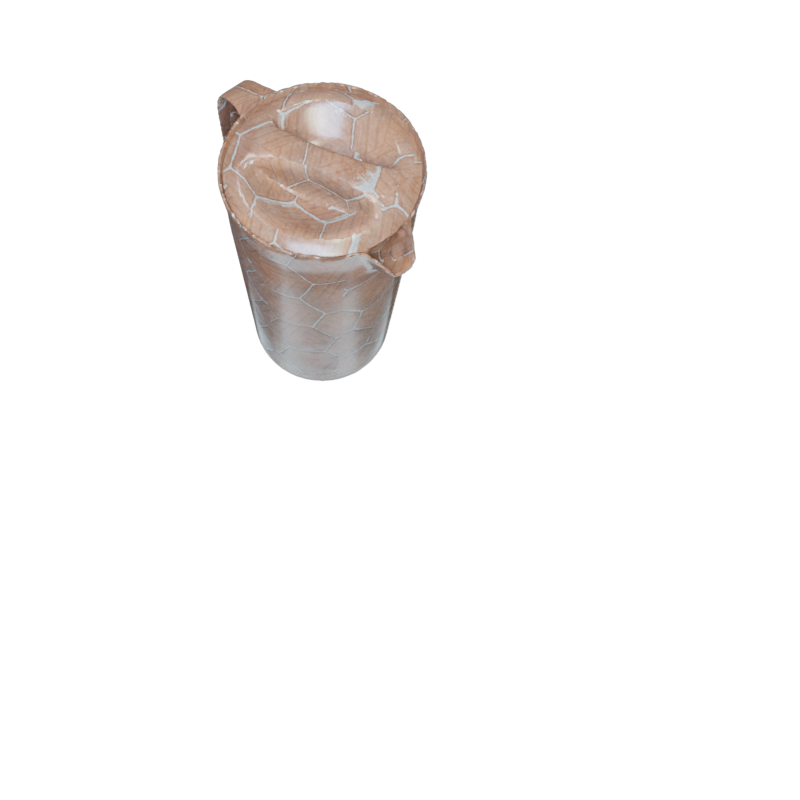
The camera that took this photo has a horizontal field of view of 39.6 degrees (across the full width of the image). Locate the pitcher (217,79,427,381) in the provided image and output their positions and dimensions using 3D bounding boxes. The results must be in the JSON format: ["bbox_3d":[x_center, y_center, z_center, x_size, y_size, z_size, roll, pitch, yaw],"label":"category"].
[{"bbox_3d":[-0.063,-0.115,0.804,0.145,0.157,0.230,5,-24,-1],"label":"pitcher"}]
